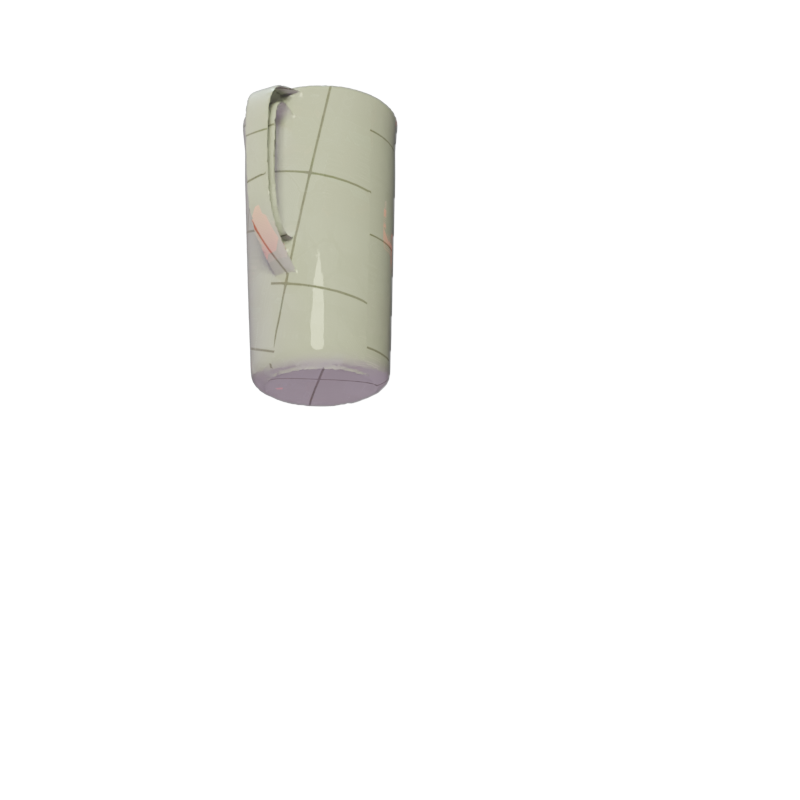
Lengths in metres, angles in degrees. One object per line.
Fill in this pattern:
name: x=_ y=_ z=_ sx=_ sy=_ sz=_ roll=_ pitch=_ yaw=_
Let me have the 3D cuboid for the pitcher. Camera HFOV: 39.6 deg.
pitcher: x=-0.070 y=-0.128 z=0.898 sx=0.145 sy=0.257 sz=0.141 roll=7 pitch=-26 yaw=-19
